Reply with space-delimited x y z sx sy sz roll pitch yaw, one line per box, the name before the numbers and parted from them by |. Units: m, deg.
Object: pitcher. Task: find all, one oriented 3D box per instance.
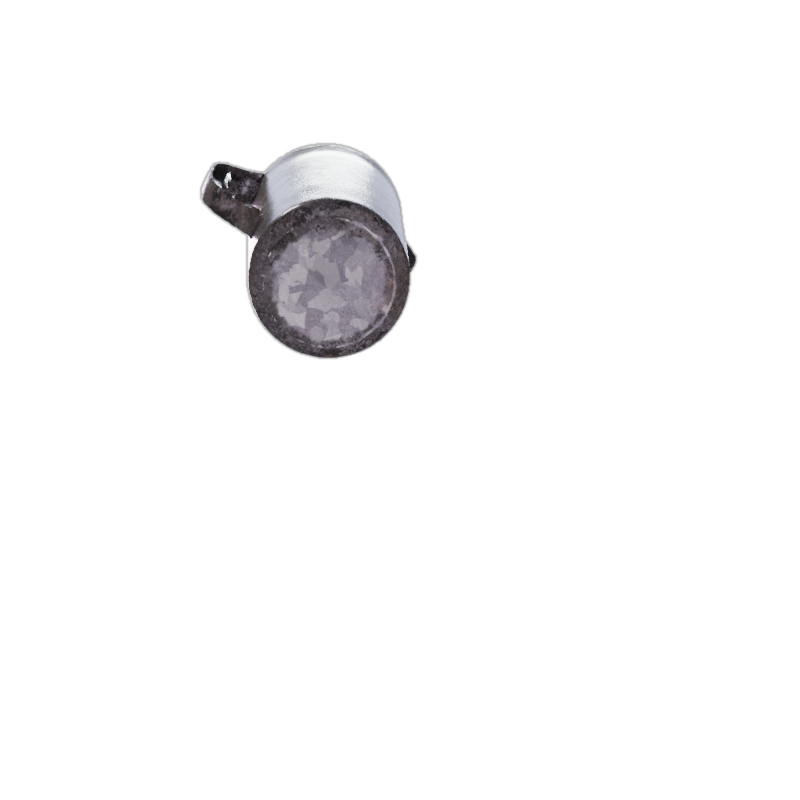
pitcher | -0.066 -0.120 0.837 0.149 0.140 0.252 -17 17 2
